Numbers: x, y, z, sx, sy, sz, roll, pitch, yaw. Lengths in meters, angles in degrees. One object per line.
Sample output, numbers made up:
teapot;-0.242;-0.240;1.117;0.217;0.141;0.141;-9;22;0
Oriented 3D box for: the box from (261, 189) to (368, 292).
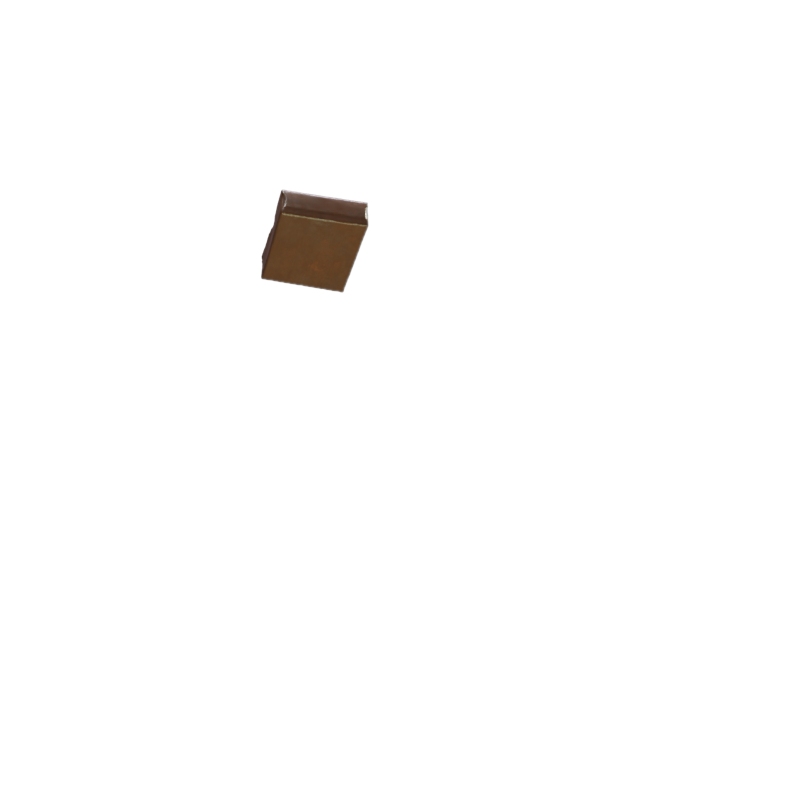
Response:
box;-0.072;-0.132;0.924;0.072;0.032;0.085;9;-38;-12
